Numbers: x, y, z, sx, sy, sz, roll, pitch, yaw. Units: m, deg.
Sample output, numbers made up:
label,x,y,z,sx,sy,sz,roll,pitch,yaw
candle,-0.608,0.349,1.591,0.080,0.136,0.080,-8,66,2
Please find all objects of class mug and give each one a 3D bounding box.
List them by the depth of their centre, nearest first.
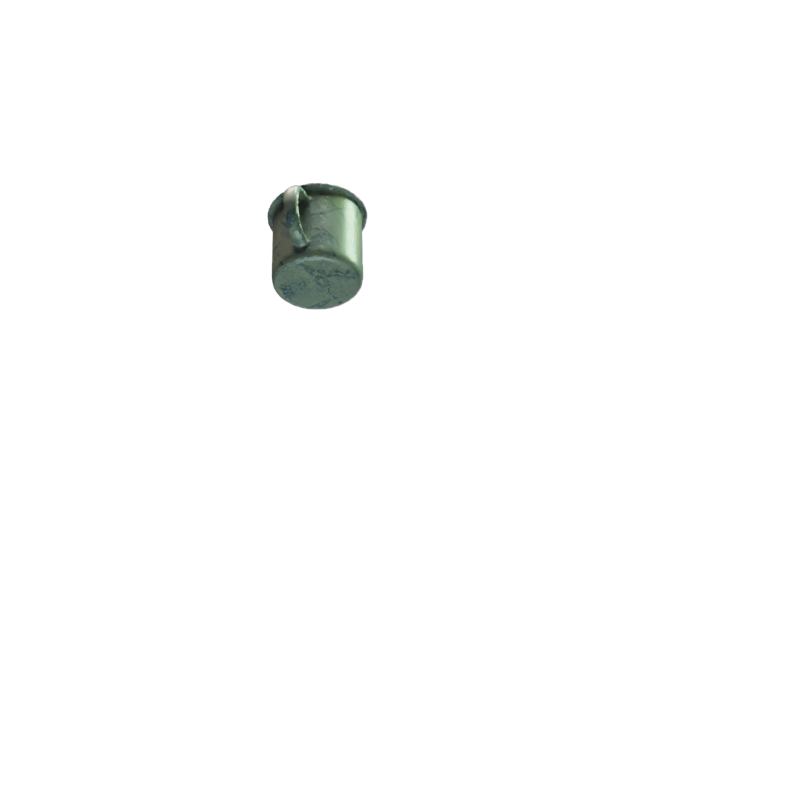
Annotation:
label,x,y,z,sx,sy,sz,roll,pitch,yaw
mug,-0.078,-0.142,0.996,0.094,0.087,0.108,-10,-37,12
